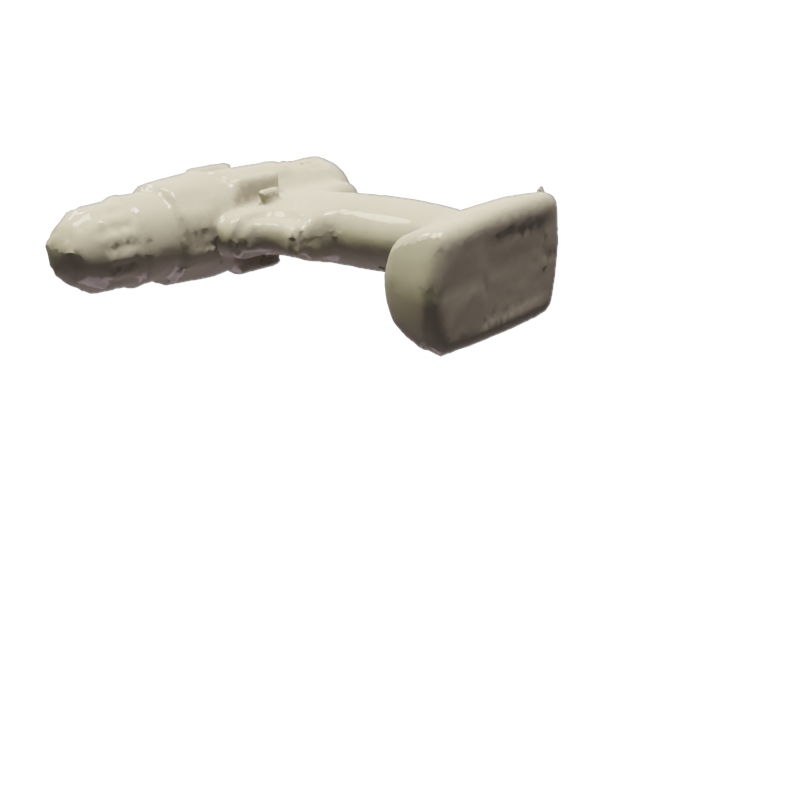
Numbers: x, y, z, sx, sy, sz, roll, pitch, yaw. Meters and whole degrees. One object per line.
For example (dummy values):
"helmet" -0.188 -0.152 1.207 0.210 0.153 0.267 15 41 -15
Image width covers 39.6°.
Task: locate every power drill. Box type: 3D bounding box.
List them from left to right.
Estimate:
"power drill" -0.039 -0.072 0.504 0.198 0.055 0.182 18 28 36
